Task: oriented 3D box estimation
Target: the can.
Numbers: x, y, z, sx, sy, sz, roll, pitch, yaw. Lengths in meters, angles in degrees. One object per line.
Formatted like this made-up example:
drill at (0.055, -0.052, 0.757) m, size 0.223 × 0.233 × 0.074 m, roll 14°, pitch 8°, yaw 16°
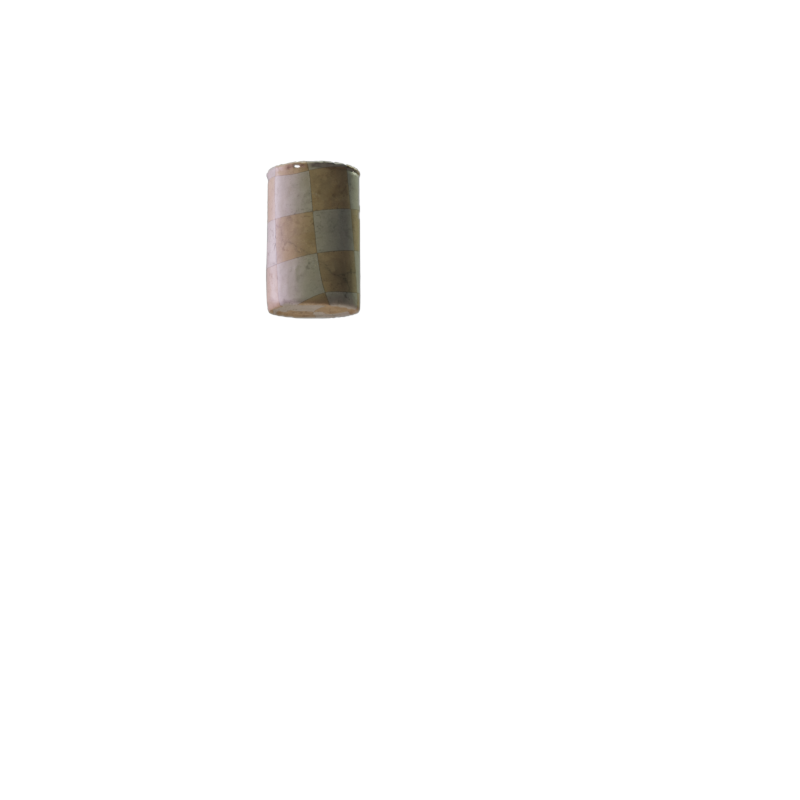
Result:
can at (-0.062, -0.113, 0.792) m, size 0.068 × 0.105 × 0.067 m, roll 0°, pitch -10°, yaw -2°
